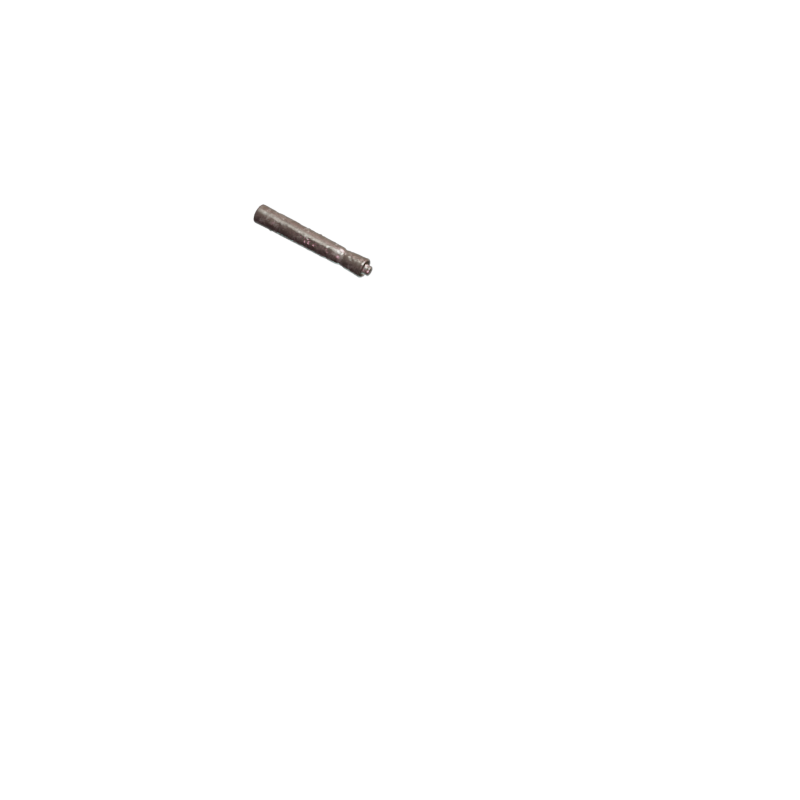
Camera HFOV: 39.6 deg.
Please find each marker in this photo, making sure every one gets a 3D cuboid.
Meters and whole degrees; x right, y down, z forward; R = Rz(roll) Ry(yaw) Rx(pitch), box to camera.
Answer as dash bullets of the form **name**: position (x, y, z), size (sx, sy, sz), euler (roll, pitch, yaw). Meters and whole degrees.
- **marker**: position (-0.078, -0.143, 0.999), size (0.126, 0.019, 0.019), euler (30, 13, 19)
